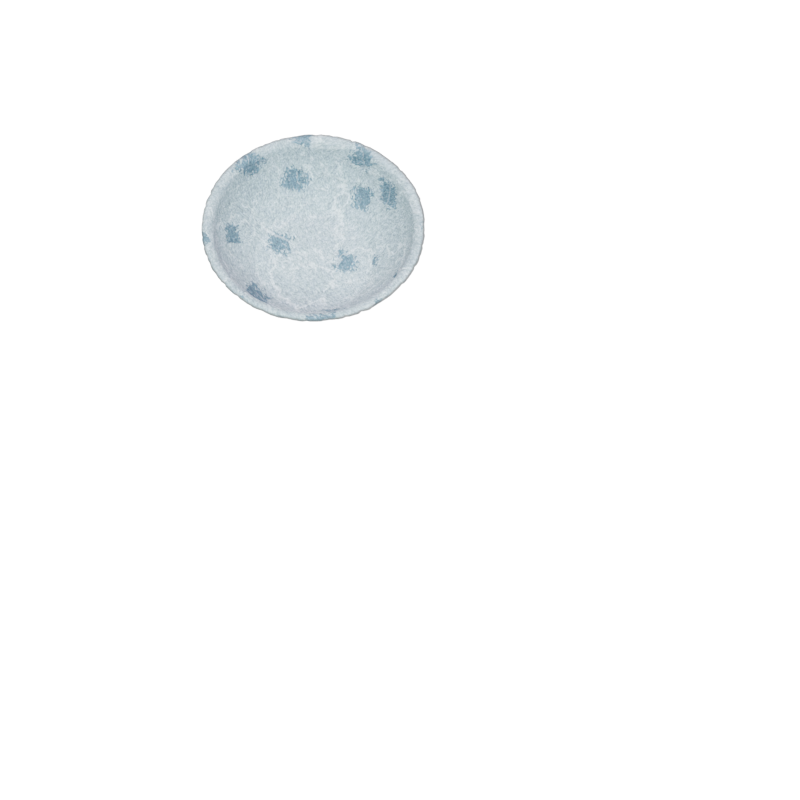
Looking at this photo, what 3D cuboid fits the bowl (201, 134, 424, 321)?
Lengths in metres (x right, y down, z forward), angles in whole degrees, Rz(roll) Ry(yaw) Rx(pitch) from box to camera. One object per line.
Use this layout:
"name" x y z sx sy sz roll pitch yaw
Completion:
"bowl" -0.064 -0.117 0.820 0.162 0.173 0.052 -1 -30 -1
